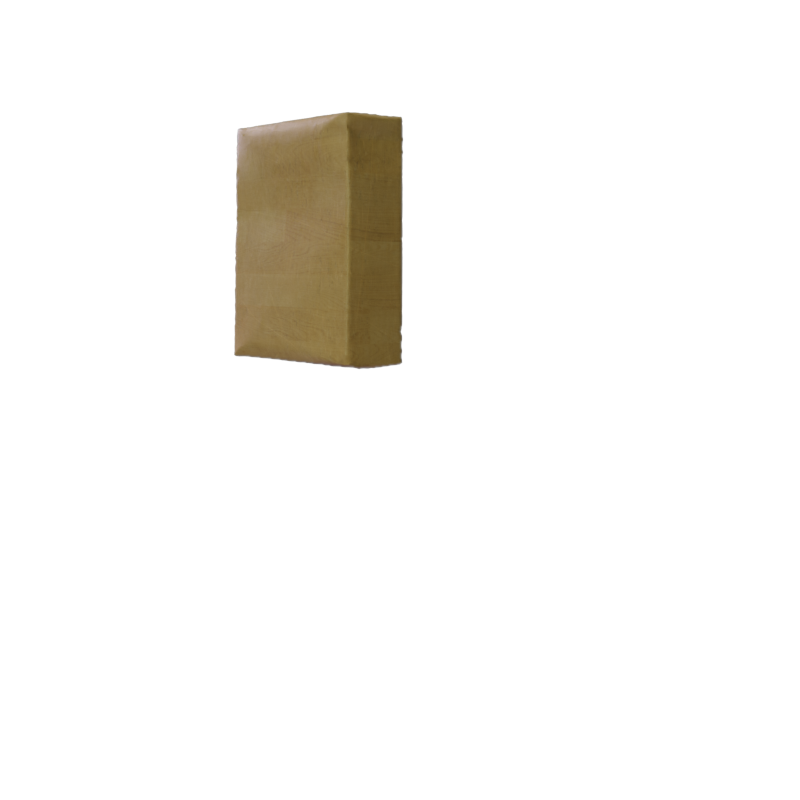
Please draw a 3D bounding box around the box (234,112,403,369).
[{"bbox_3d":[-0.077,-0.140,0.983,0.069,0.214,0.171,0,2,-42],"label":"box"}]
